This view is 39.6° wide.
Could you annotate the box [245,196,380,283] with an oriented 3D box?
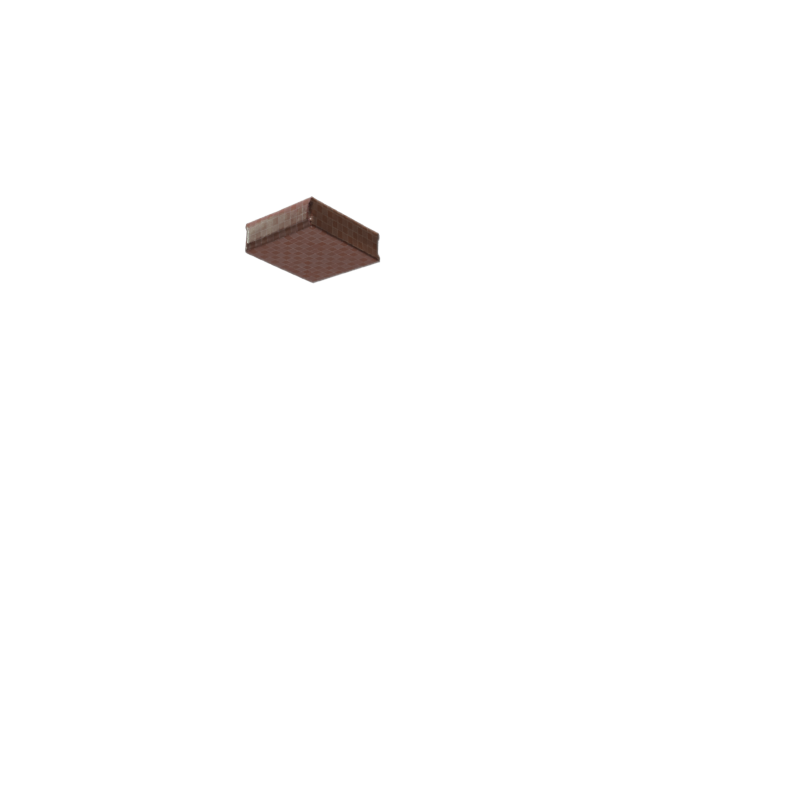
[{"bbox_3d":[-0.071,-0.130,0.908,0.074,0.032,0.084,-15,-24,37],"label":"box"}]
